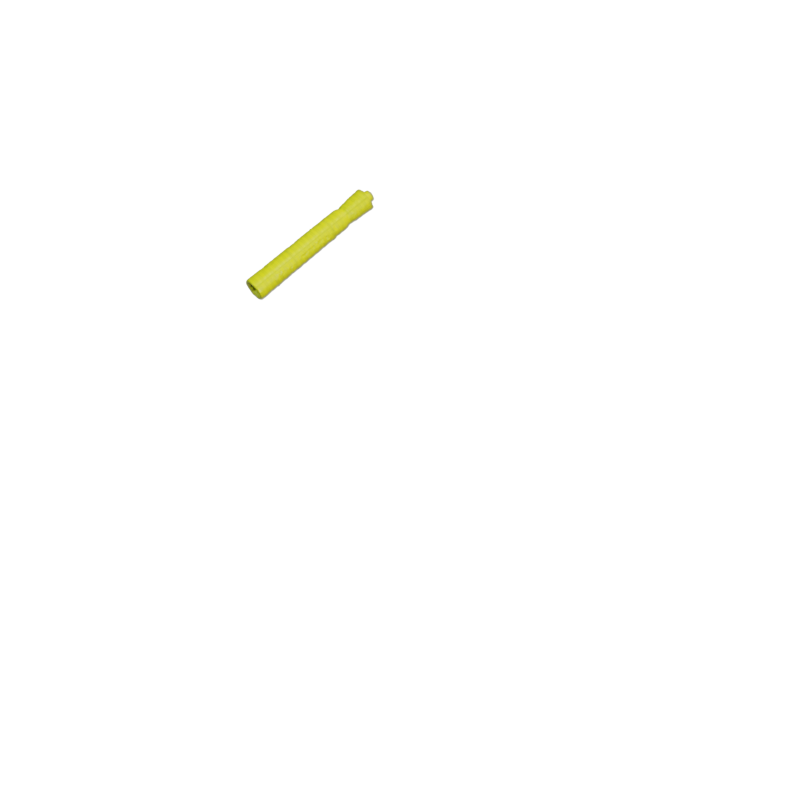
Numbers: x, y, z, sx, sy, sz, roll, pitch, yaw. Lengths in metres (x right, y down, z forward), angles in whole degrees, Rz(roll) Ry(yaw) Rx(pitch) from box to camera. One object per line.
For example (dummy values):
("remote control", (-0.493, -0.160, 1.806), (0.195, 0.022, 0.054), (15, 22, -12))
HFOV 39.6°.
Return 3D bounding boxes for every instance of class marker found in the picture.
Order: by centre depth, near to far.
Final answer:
("marker", (-0.066, -0.121, 0.844), (0.122, 0.019, 0.020), (-42, 20, -18))
